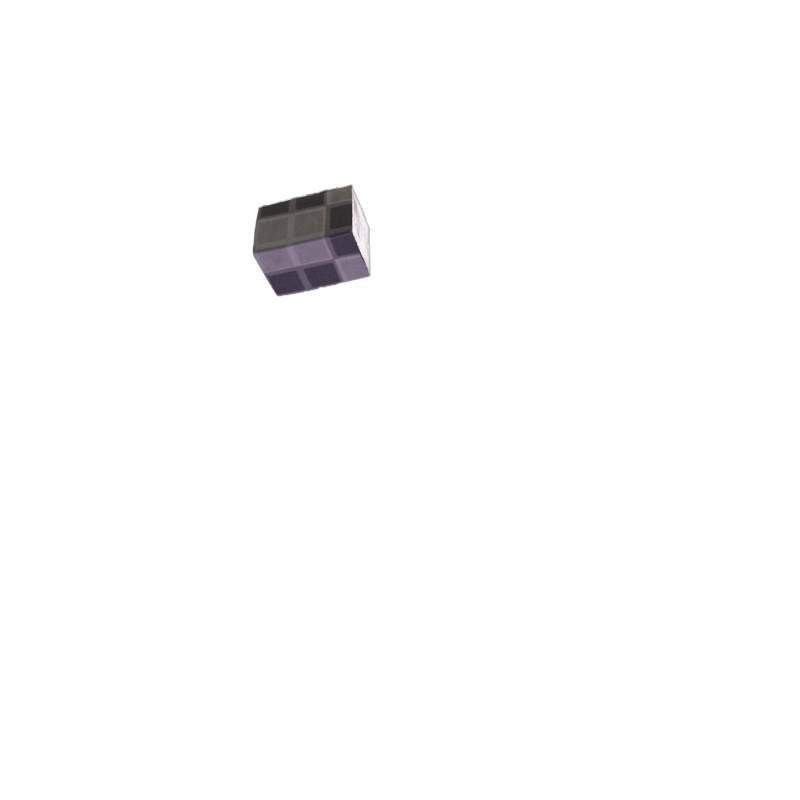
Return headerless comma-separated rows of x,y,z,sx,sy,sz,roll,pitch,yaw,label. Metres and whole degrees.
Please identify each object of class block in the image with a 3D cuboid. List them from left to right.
-0.066,-0.120,0.838,0.079,0.055,0.049,-11,-41,12,block
